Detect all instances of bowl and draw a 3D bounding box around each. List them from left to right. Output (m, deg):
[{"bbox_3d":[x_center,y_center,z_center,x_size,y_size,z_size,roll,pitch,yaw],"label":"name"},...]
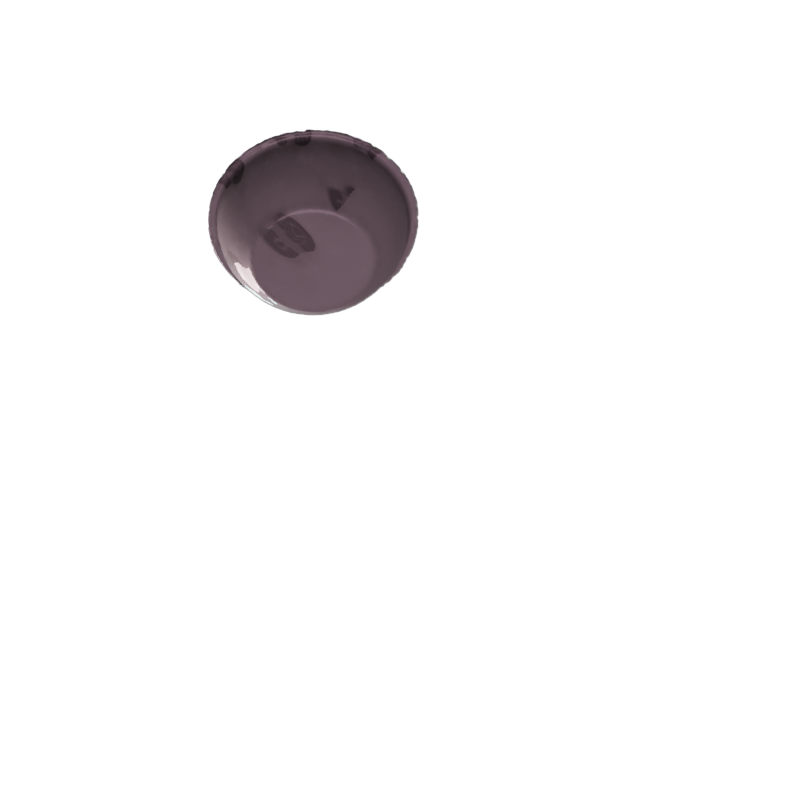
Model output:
[{"bbox_3d":[-0.065,-0.118,0.828,0.162,0.152,0.059,1,36,-1],"label":"bowl"}]
